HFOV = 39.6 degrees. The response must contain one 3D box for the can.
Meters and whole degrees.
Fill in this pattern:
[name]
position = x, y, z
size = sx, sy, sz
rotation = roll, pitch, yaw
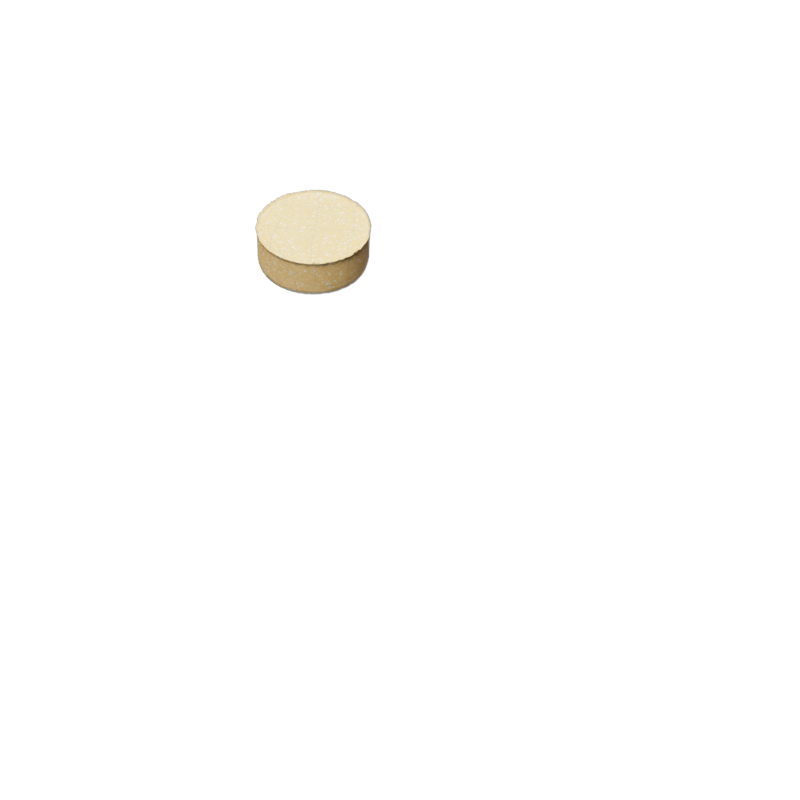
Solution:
[can]
position = -0.065, -0.118, 0.830
size = 0.086, 0.031, 0.092
rotation = -1, 45, -1
